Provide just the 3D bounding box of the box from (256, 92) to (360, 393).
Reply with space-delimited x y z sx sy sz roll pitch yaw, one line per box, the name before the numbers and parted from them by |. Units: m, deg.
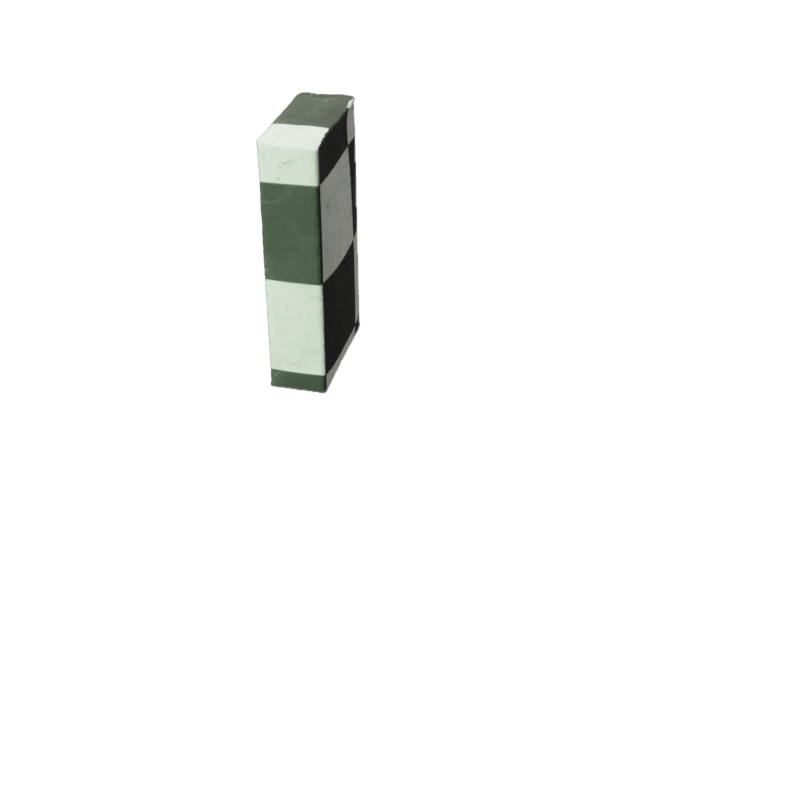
box | -0.057 -0.104 0.730 0.049 0.166 0.097 8 31 10
